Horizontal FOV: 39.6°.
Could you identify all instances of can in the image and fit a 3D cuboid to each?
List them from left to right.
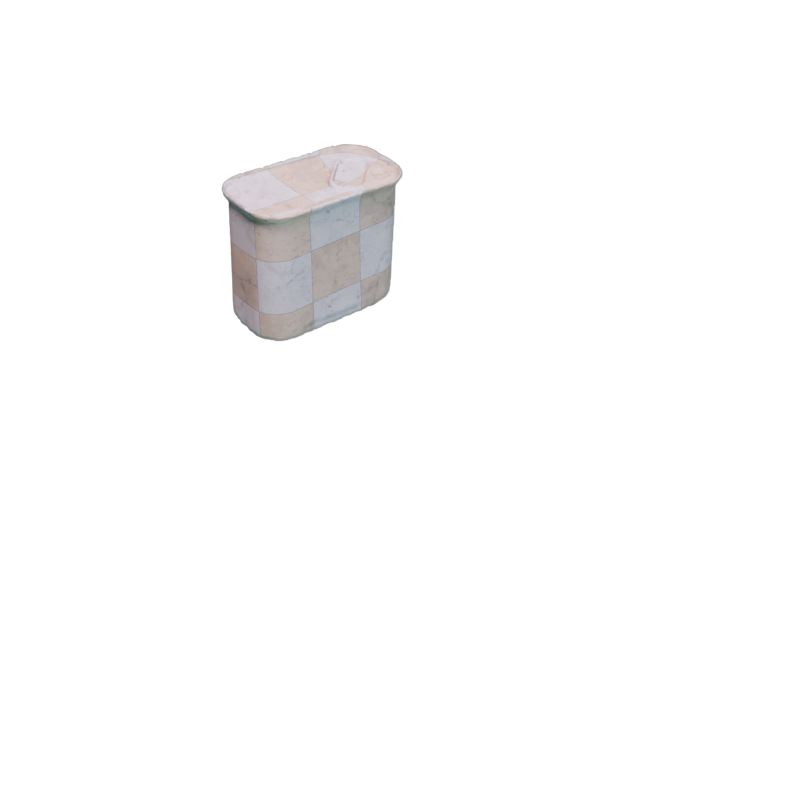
[{"bbox_3d":[-0.050,-0.092,0.642,0.101,0.079,0.062,-23,41,-31],"label":"can"}]
